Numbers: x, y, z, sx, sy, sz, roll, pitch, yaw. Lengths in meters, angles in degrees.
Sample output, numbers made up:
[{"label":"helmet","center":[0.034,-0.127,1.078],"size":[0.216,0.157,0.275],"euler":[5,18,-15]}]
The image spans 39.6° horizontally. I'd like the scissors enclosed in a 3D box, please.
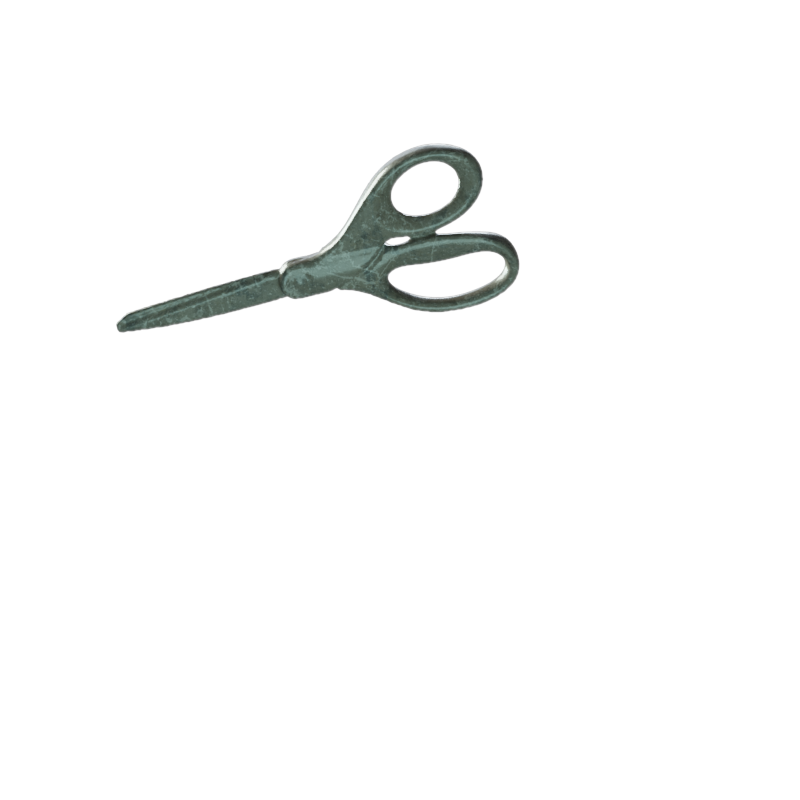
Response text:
[{"label":"scissors","center":[-0.042,-0.077,0.541],"size":[0.202,0.091,0.017],"euler":[-1,27,0]}]
